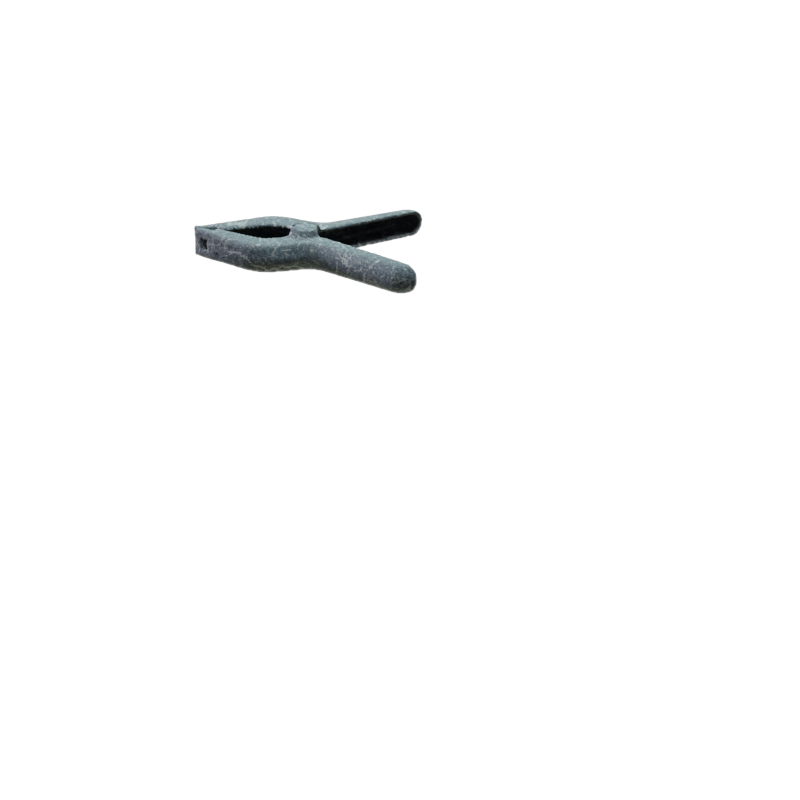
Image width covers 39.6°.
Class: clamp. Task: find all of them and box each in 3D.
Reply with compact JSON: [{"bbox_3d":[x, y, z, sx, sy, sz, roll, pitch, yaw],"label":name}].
[{"bbox_3d":[-0.078,-0.142,0.998,0.214,0.035,0.170,5,26,11],"label":"clamp"}]
